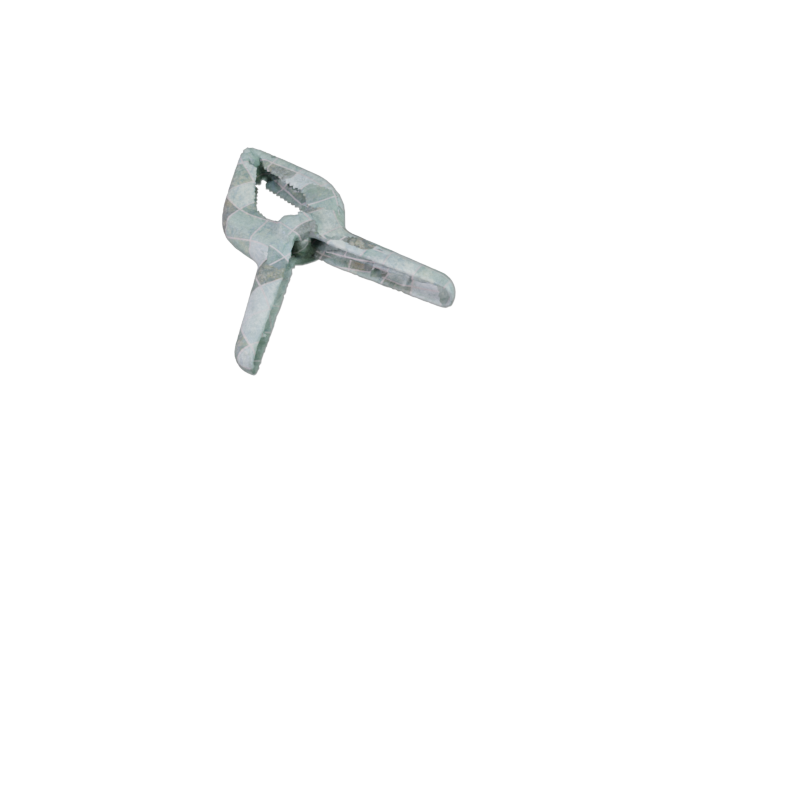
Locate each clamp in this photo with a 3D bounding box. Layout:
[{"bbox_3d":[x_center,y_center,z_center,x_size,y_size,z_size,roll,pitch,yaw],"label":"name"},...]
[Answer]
[{"bbox_3d":[-0.065,-0.118,0.828,0.163,0.227,0.034,-14,-40,-12],"label":"clamp"}]
